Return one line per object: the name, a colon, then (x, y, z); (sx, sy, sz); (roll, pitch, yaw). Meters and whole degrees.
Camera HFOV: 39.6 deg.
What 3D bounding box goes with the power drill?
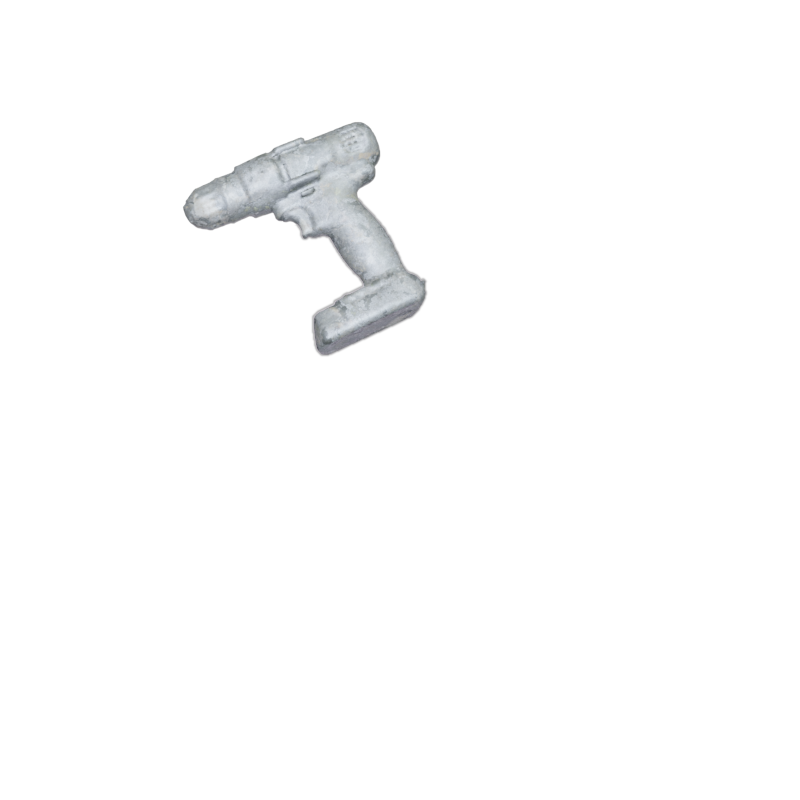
power drill: (-0.076, -0.138, 0.969); (0.184, 0.196, 0.055); (-24, -16, -8)
